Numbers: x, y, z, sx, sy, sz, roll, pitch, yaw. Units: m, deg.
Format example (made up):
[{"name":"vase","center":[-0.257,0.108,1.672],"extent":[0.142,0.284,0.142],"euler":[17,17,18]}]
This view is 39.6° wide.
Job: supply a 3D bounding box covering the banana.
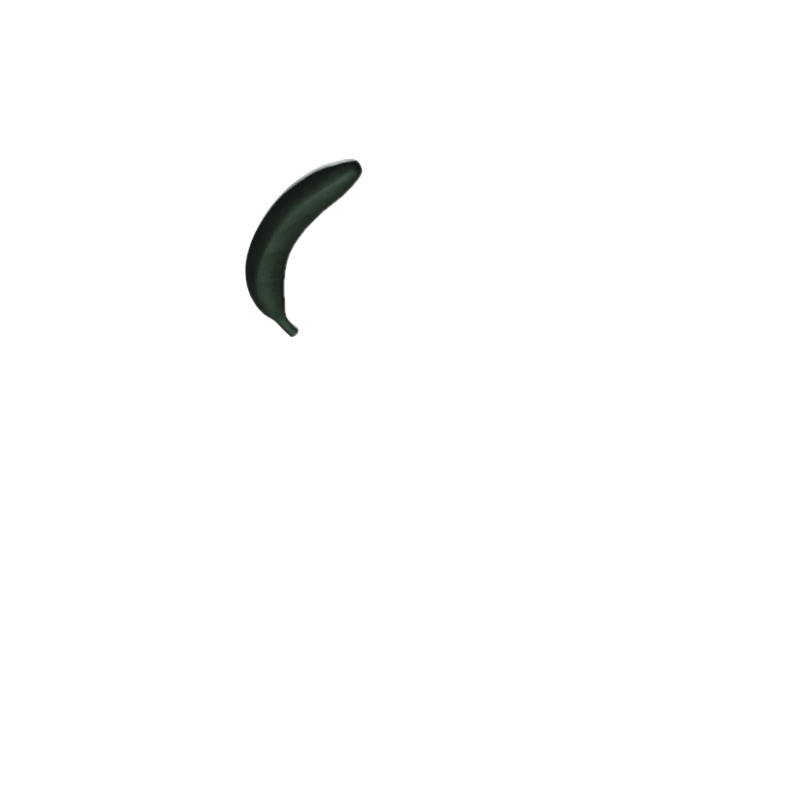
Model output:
[{"name":"banana","center":[-0.097,-0.143,0.993],"extent":[0.068,0.189,0.039],"euler":[15,38,-14]}]
